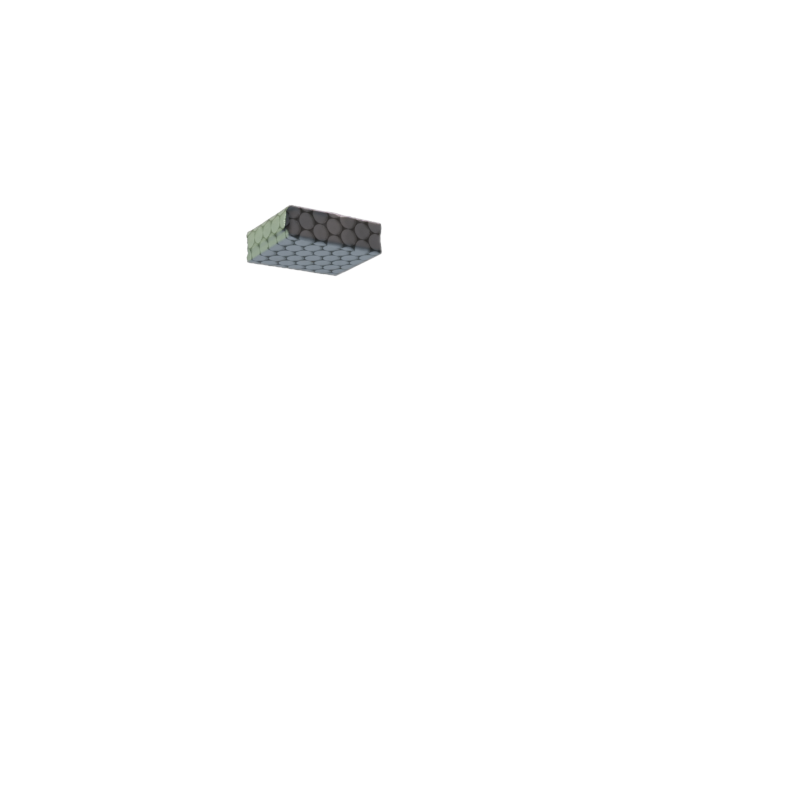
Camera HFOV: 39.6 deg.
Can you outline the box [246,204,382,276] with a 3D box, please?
[{"bbox_3d":[-0.071,-0.129,0.906,0.085,0.031,0.073,7,-15,-30],"label":"box"}]
